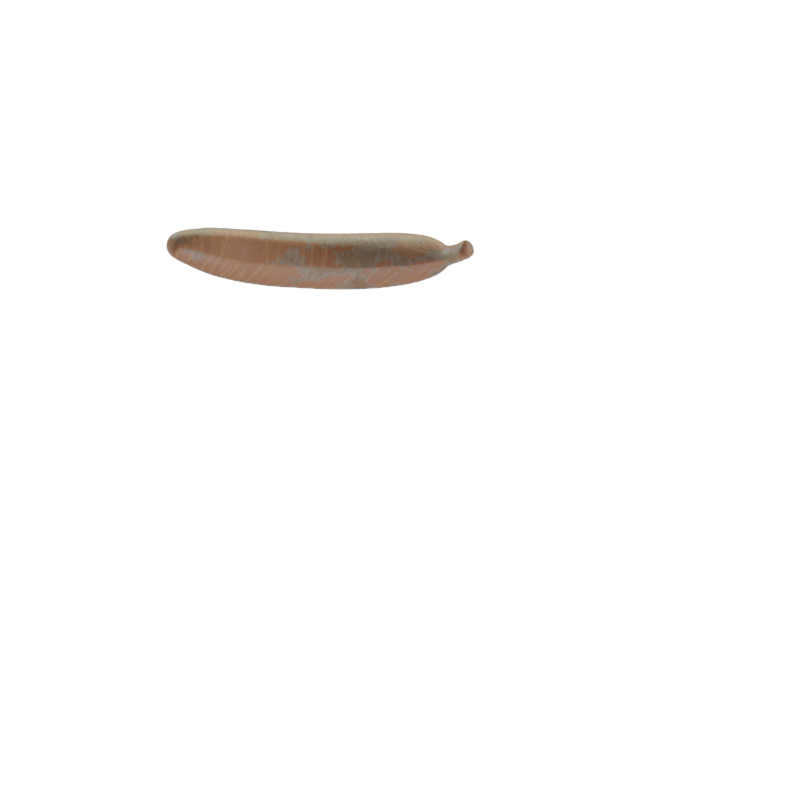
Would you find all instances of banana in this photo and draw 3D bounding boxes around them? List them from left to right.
[{"bbox_3d":[-0.054,-0.098,0.742,0.198,0.039,0.066,0,-19,1],"label":"banana"}]
